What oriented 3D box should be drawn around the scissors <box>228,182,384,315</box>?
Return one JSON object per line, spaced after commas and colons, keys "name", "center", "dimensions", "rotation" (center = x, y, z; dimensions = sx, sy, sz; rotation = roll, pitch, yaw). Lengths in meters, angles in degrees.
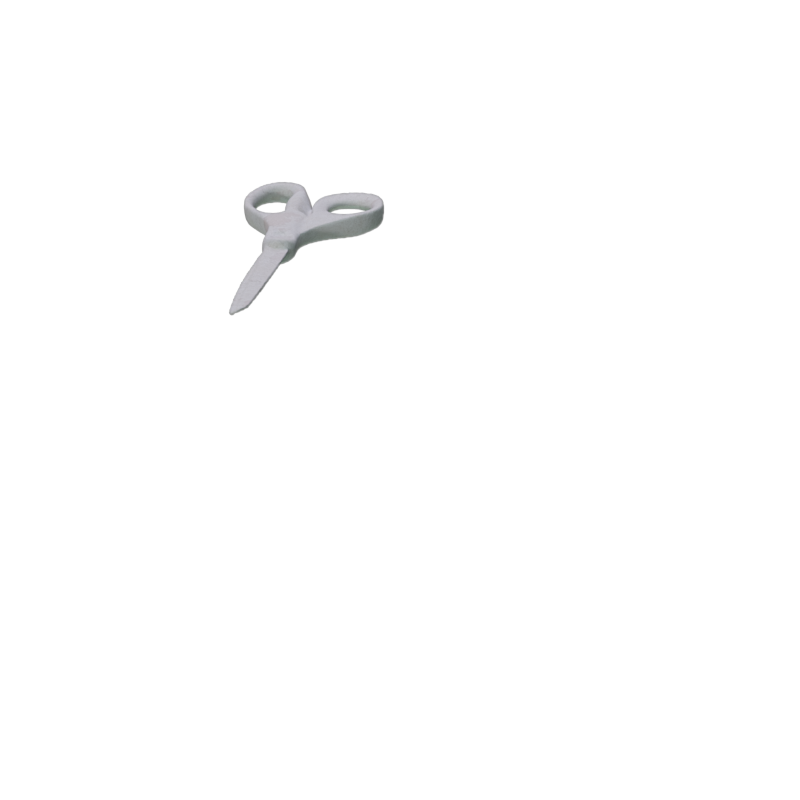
{"name": "scissors", "center": [-0.050, -0.090, 0.633], "dimensions": [0.095, 0.015, 0.214], "rotation": [-3, 27, -7]}
